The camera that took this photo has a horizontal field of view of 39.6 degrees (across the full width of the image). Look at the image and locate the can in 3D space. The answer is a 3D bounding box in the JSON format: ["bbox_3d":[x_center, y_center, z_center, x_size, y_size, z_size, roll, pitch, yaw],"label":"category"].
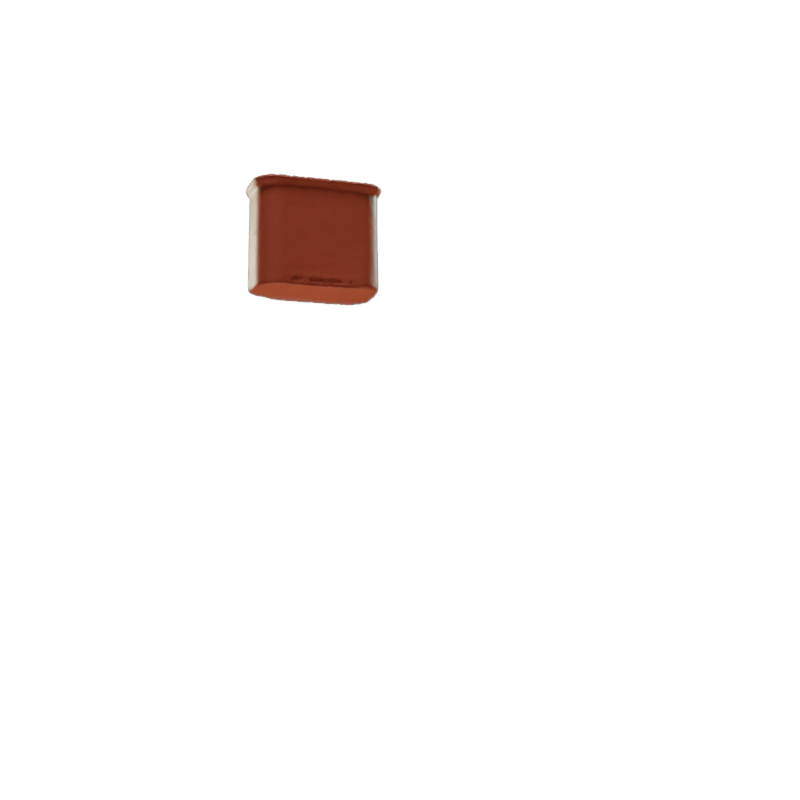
[{"bbox_3d":[-0.066,-0.120,0.843,0.099,0.087,0.057,3,-15,-17],"label":"can"}]
